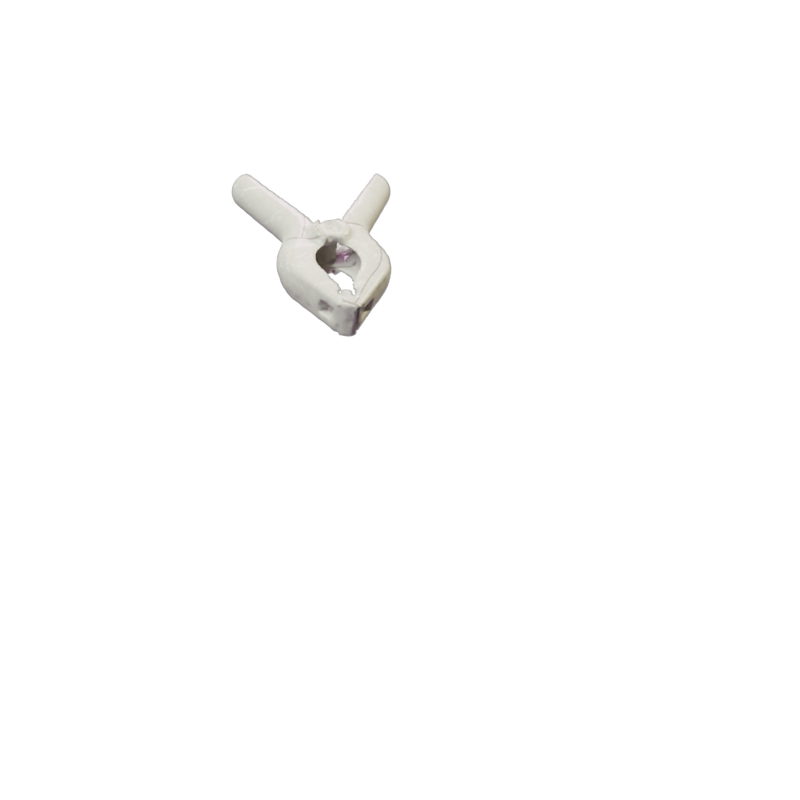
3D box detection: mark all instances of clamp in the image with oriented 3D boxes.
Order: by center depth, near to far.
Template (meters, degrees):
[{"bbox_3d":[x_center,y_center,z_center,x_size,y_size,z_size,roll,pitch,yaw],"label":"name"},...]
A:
[{"bbox_3d":[-0.062,-0.112,0.786,0.120,0.037,0.184,-2,39,-3],"label":"clamp"}]
